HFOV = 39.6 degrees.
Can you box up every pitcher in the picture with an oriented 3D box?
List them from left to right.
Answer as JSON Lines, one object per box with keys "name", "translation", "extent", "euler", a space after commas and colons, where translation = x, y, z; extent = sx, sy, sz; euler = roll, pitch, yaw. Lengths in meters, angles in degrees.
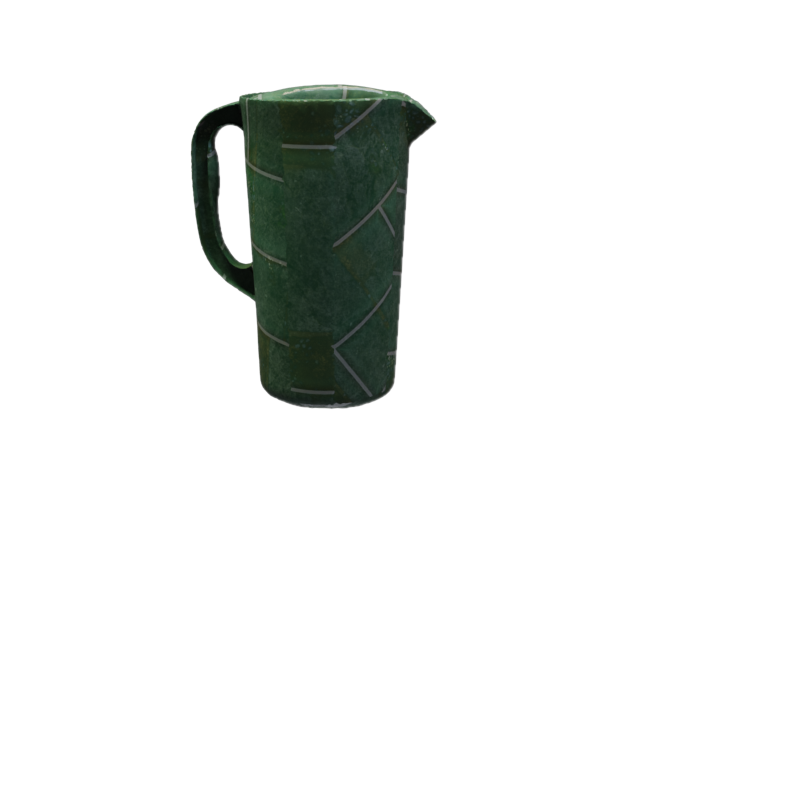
{"name": "pitcher", "translation": [-0.068, -0.124, 0.866], "extent": [0.141, 0.236, 0.158], "euler": [-10, 17, -39]}
